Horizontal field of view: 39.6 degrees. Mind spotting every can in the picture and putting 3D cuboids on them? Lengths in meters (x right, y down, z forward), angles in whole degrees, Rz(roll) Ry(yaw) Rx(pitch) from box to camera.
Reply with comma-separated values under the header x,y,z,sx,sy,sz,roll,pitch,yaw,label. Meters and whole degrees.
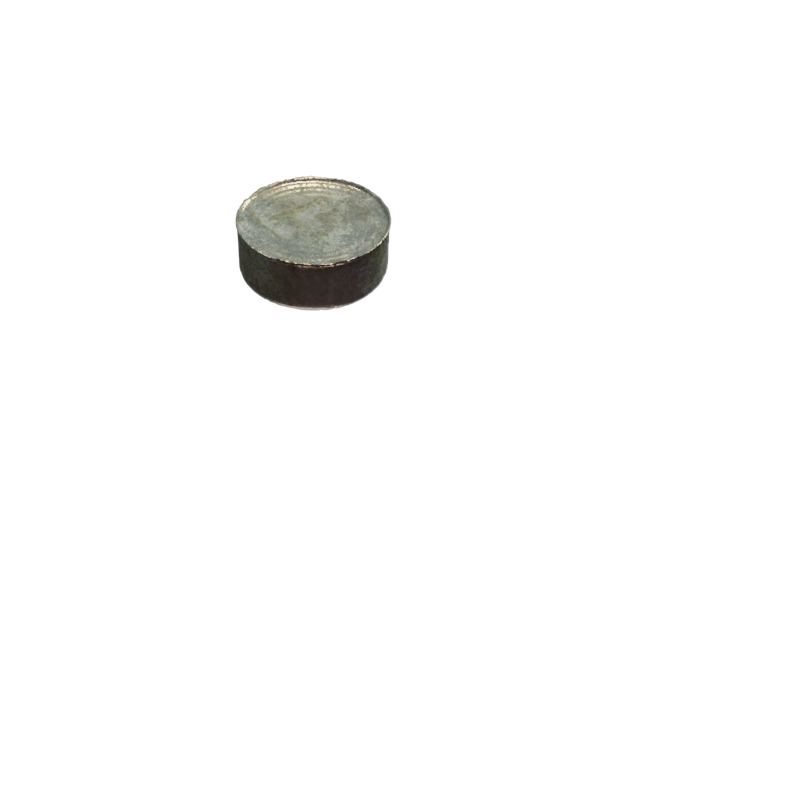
x,y,z,sx,sy,sz,roll,pitch,yaw,label
-0.048,-0.088,0.619,0.086,0.031,0.092,-1,41,-2,can
